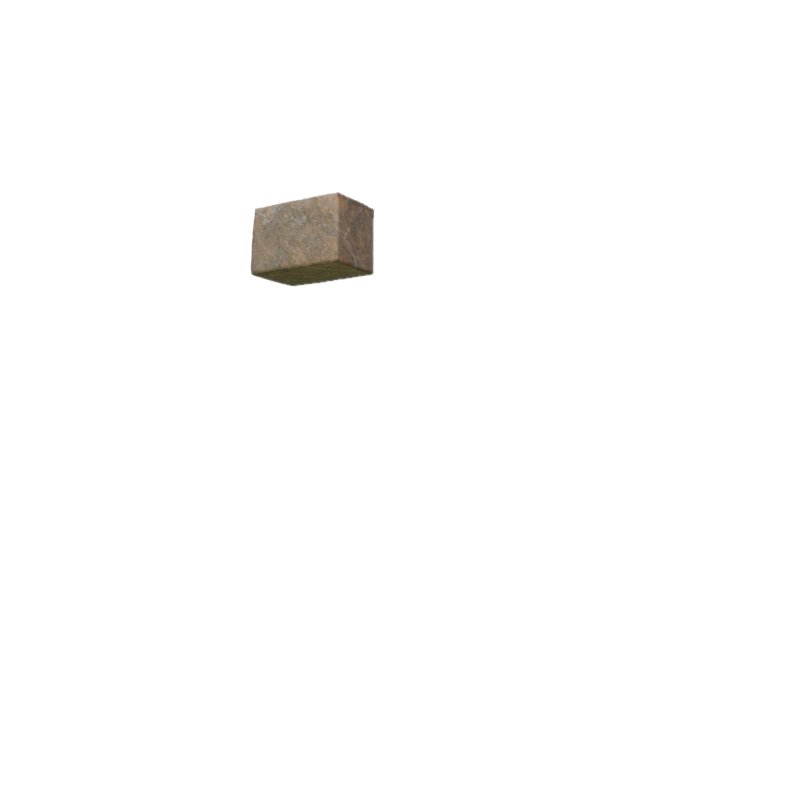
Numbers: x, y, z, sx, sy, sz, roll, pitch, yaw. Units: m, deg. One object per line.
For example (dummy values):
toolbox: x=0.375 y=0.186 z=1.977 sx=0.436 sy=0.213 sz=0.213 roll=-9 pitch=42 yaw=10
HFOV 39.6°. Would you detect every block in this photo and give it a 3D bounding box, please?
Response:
block: x=-0.064 y=-0.118 z=0.823 sx=0.080 sy=0.053 sz=0.050 roll=-6 pitch=-12 yaw=31
